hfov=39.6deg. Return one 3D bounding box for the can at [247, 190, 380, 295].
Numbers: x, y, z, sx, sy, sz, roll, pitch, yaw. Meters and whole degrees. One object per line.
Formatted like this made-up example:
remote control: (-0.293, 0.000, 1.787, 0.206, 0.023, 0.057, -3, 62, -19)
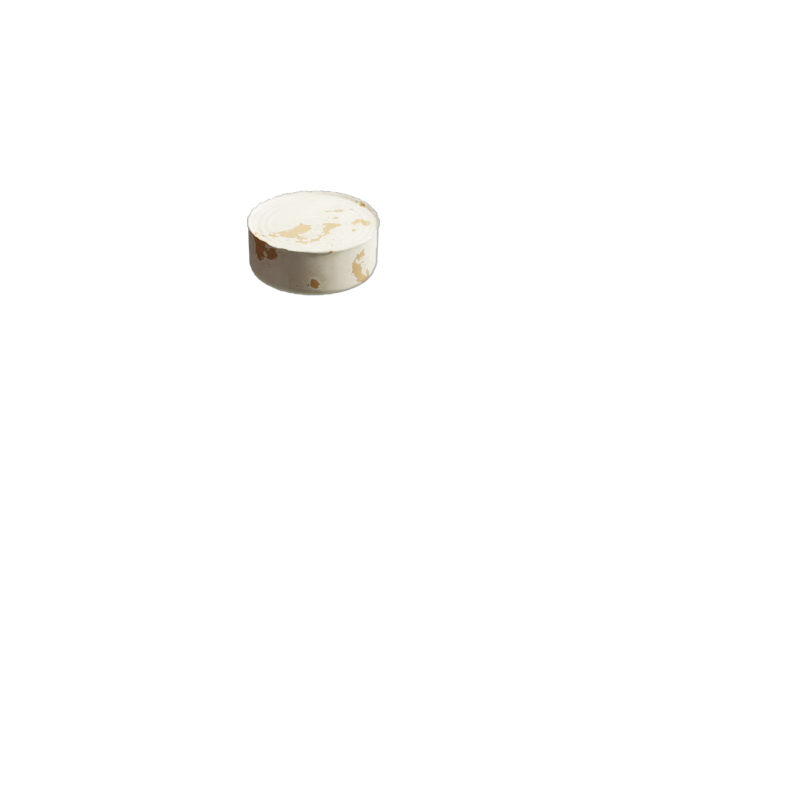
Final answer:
can: (-0.057, -0.103, 0.722, 0.086, 0.031, 0.092, -1, 34, -2)
